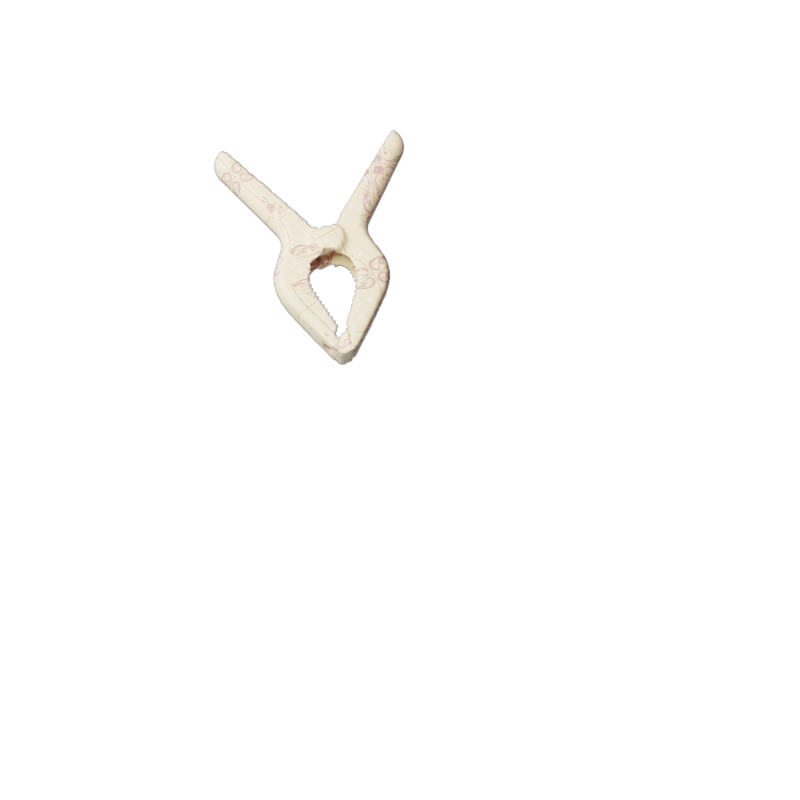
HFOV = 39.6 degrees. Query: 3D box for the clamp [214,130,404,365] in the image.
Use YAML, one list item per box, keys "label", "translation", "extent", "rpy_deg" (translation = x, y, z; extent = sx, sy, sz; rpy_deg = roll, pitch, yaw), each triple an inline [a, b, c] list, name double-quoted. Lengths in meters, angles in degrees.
- label: "clamp"
  translation: [-0.072, -0.131, 0.921]
  extent: [0.164, 0.223, 0.034]
  rpy_deg: [-3, -26, -2]
